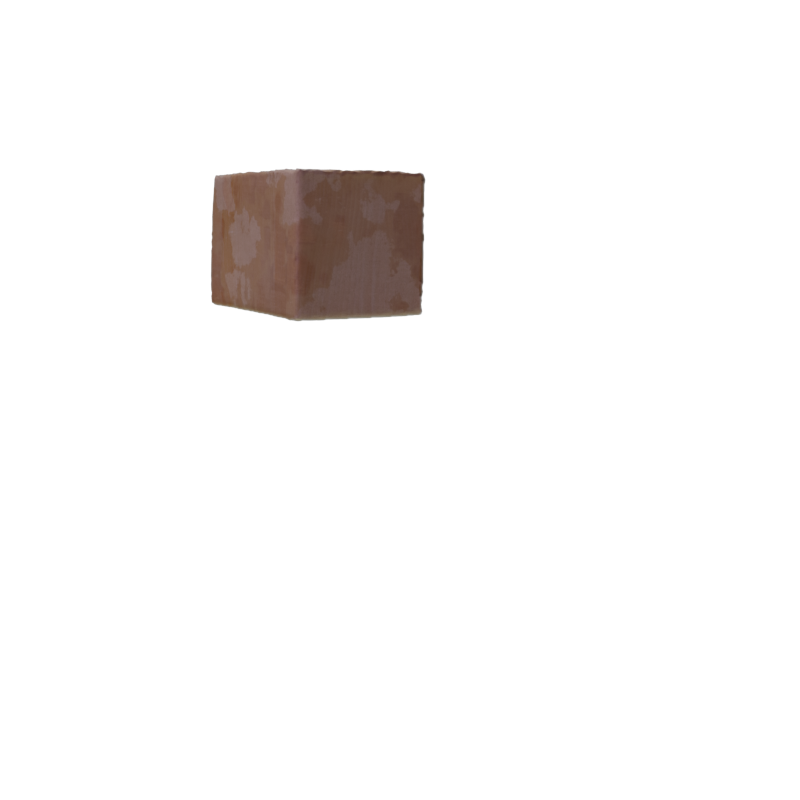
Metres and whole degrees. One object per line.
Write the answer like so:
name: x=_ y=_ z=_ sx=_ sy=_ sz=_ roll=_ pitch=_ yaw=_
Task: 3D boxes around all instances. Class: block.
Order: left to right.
block: x=-0.032 y=-0.059 z=0.413 sx=0.051 sy=0.051 sz=0.081 roll=-3 pitch=8 yaw=-30
